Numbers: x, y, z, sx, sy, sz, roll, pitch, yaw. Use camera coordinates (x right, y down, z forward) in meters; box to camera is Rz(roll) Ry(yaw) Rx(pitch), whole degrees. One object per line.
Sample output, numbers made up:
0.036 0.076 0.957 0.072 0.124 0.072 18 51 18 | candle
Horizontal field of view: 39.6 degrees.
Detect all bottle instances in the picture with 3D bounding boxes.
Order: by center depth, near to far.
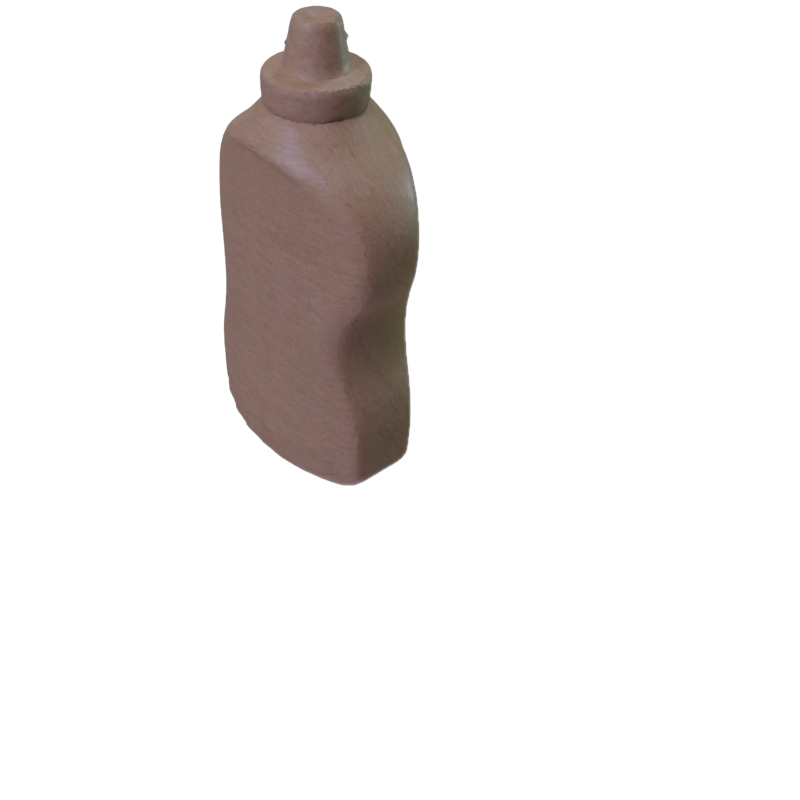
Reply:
-0.034 -0.063 0.443 0.058 0.179 0.103 -23 44 -31 | bottle
